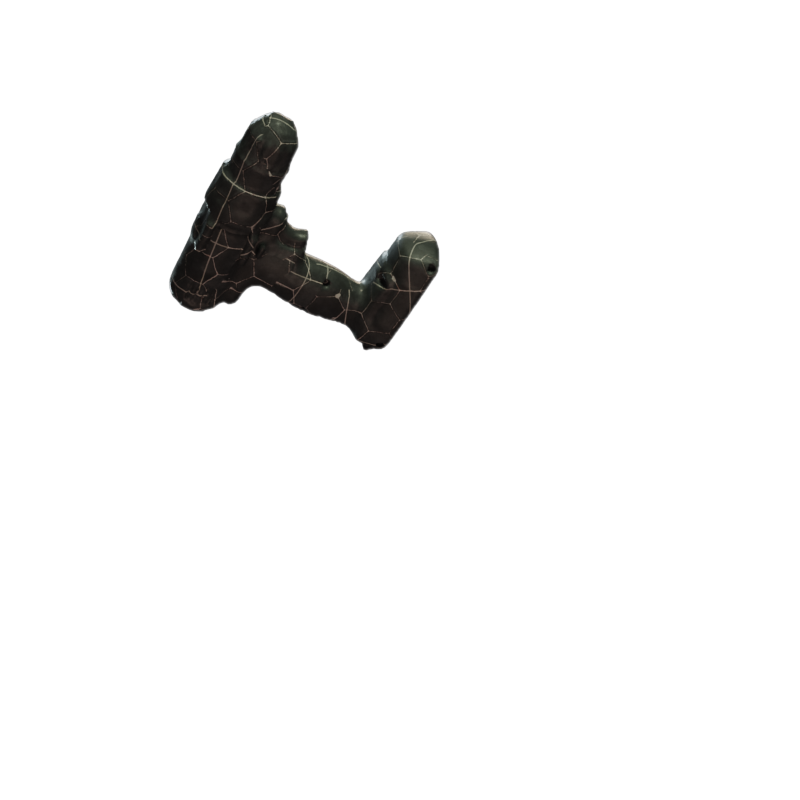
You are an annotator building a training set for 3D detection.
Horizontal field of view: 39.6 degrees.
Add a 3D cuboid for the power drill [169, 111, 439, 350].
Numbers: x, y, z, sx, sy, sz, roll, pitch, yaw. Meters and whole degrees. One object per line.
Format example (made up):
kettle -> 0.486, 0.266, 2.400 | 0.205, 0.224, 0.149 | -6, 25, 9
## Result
power drill -> -0.068, -0.124, 0.866 | 0.181, 0.178, 0.062 | 21, 38, -18
